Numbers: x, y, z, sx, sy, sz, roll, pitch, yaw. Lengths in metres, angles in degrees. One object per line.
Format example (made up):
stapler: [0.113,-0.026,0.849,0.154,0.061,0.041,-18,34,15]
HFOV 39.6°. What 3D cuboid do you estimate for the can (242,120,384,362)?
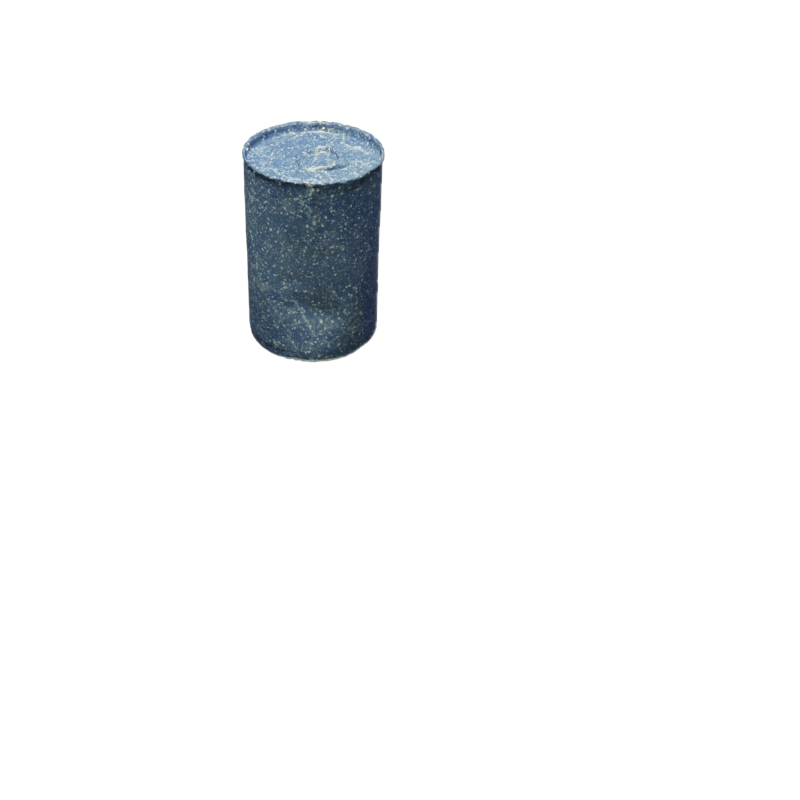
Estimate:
can: [-0.043,-0.079,0.553,0.068,0.096,0.073,0,34,-3]
